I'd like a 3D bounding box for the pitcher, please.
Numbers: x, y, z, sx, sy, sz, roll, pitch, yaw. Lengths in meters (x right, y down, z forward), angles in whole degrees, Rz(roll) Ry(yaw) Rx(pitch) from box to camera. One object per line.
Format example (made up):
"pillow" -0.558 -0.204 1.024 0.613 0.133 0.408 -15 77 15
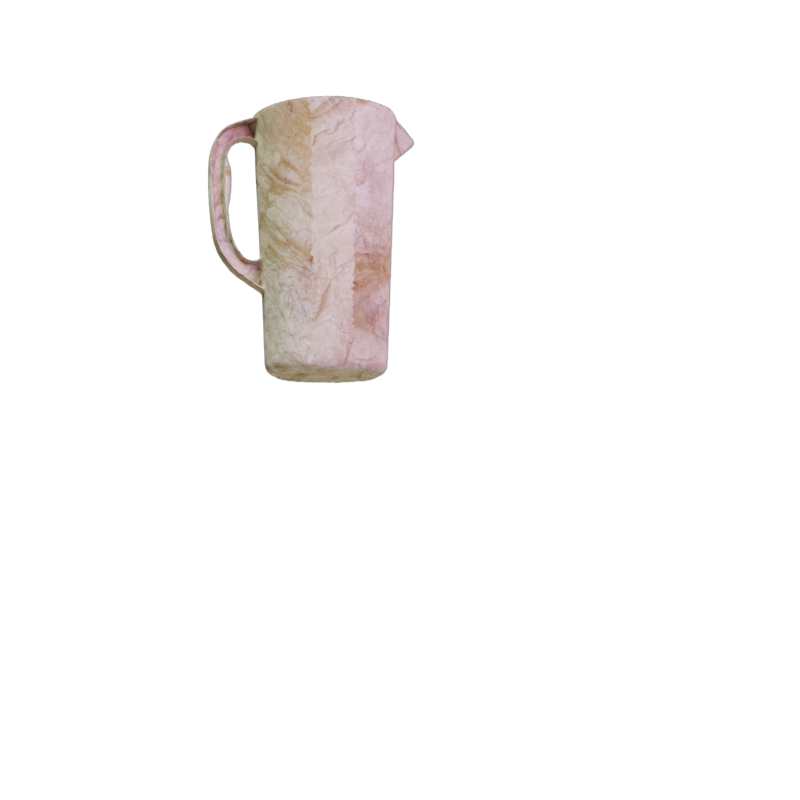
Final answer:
"pitcher" -0.078 -0.141 0.991 0.153 0.250 0.137 -7 -12 30
